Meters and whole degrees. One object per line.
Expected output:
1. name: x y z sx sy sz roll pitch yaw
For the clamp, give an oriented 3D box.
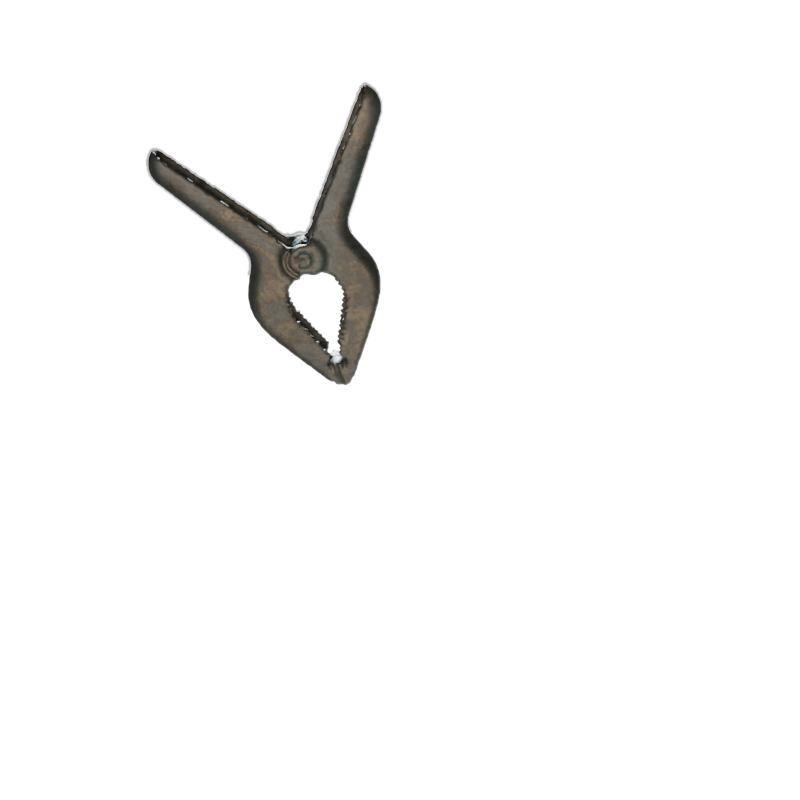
1. clamp: -0.061 -0.111 0.779 0.165 0.201 0.038 -22 17 7
